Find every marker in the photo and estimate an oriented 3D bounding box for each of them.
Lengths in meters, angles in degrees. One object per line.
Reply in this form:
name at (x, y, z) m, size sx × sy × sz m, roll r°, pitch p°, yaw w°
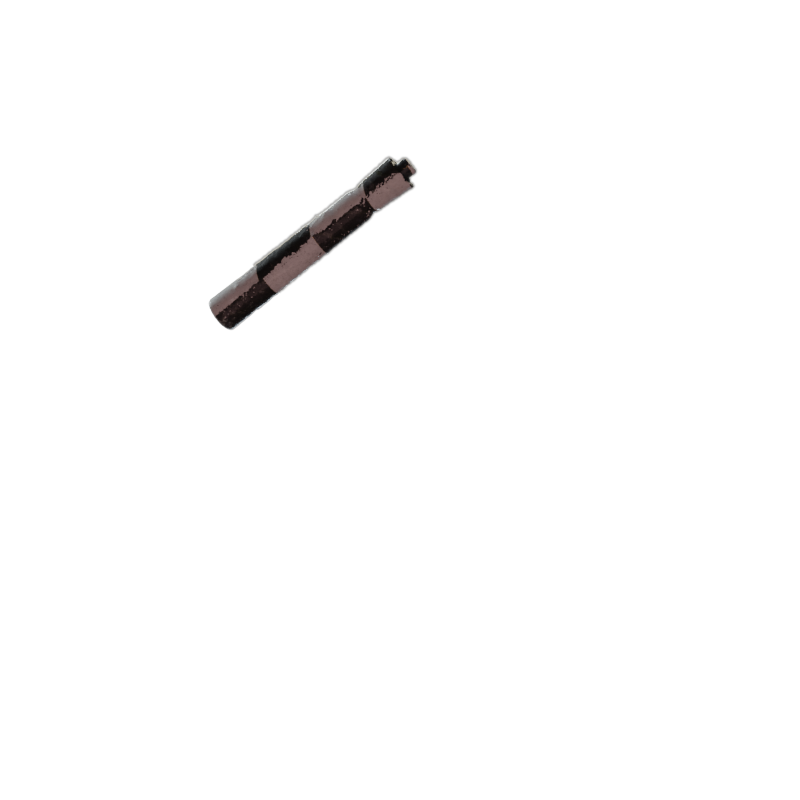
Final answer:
marker at (-0.042, -0.077, 0.538) m, size 0.120 × 0.020 × 0.019 m, roll -37°, pitch -5°, yaw 13°
